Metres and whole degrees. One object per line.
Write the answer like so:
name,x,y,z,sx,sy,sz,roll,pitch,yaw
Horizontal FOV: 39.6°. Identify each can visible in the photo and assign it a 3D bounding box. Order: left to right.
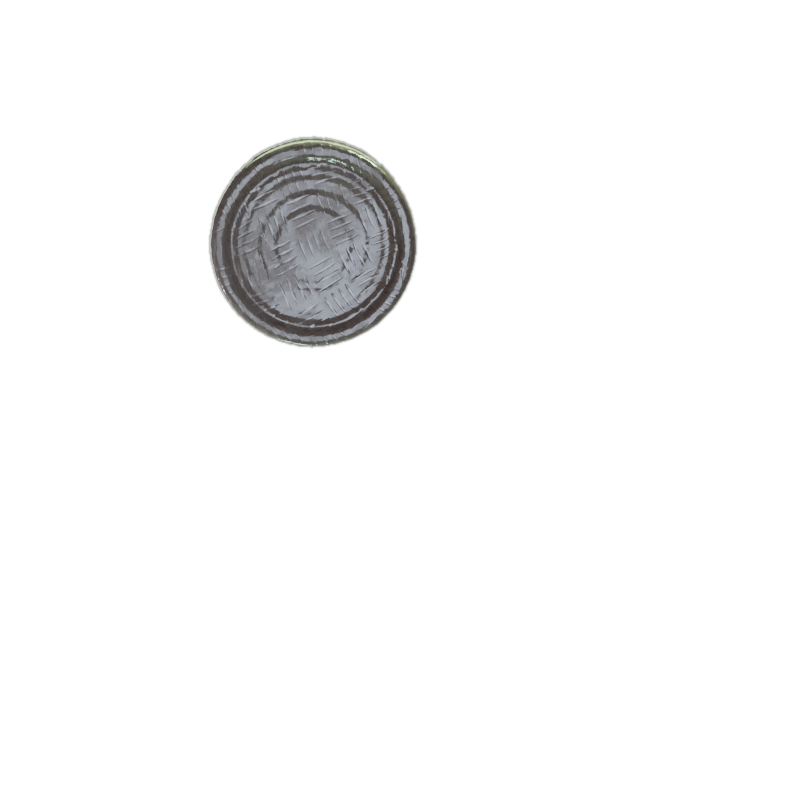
can,-0.036,-0.066,0.465,0.086,0.084,0.034,0,8,-1
